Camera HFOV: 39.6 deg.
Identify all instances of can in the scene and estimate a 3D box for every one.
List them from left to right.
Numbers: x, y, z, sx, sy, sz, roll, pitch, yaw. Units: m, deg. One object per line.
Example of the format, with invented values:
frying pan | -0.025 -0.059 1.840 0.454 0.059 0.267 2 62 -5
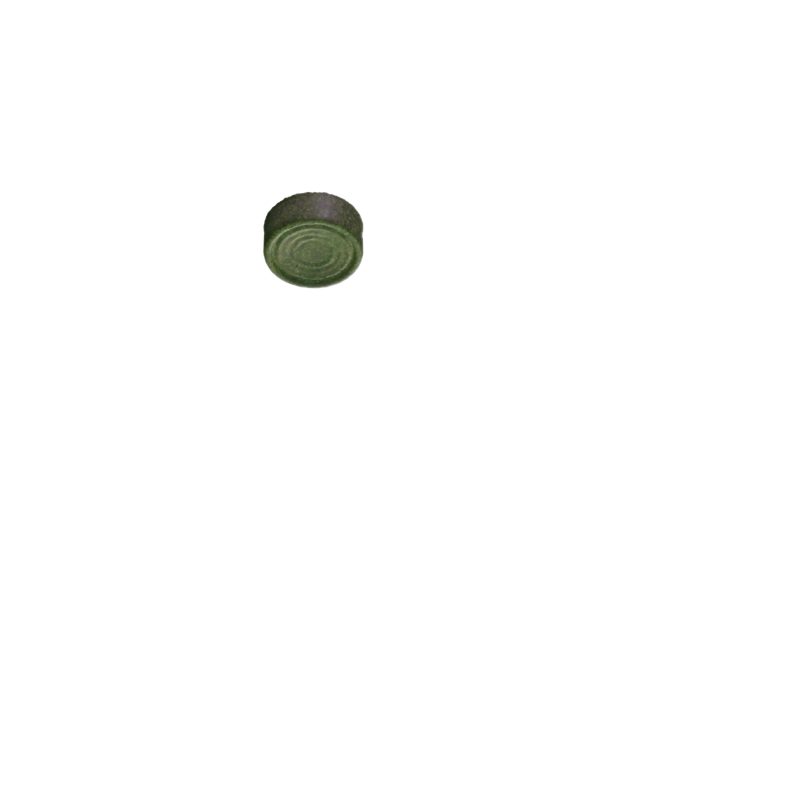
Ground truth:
can | -0.074 -0.134 0.940 0.086 0.036 0.080 1 -41 -1
